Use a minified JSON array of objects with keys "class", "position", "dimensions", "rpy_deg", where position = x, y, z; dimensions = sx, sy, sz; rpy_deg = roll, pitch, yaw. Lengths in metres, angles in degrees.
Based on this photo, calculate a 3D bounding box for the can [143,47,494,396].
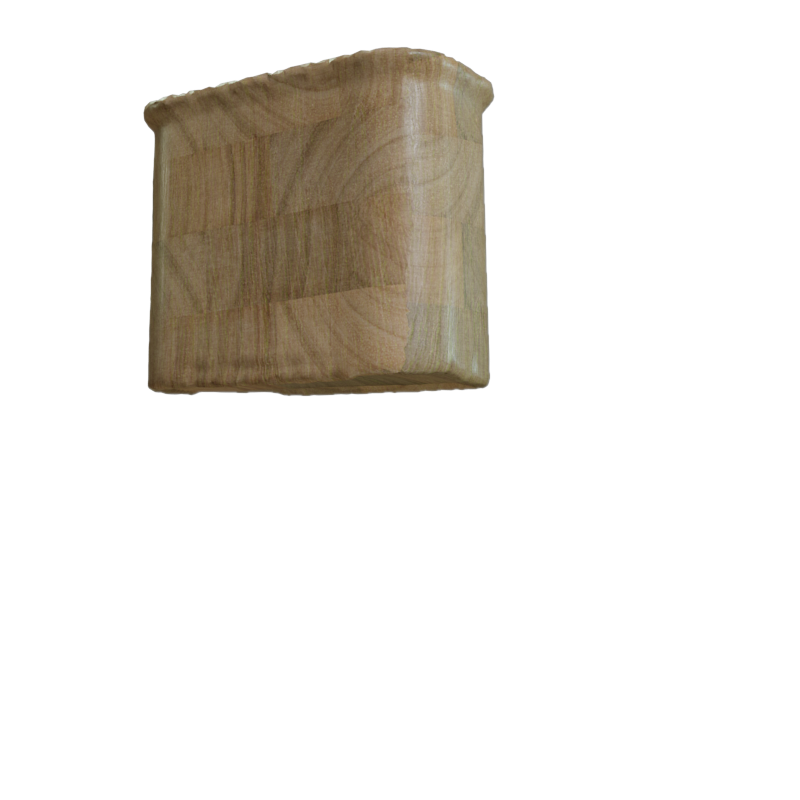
[{"class":"can","position":[-0.024,-0.045,0.314],"dimensions":[0.105,0.086,0.055],"rpy_deg":[-4,-9,31]}]
